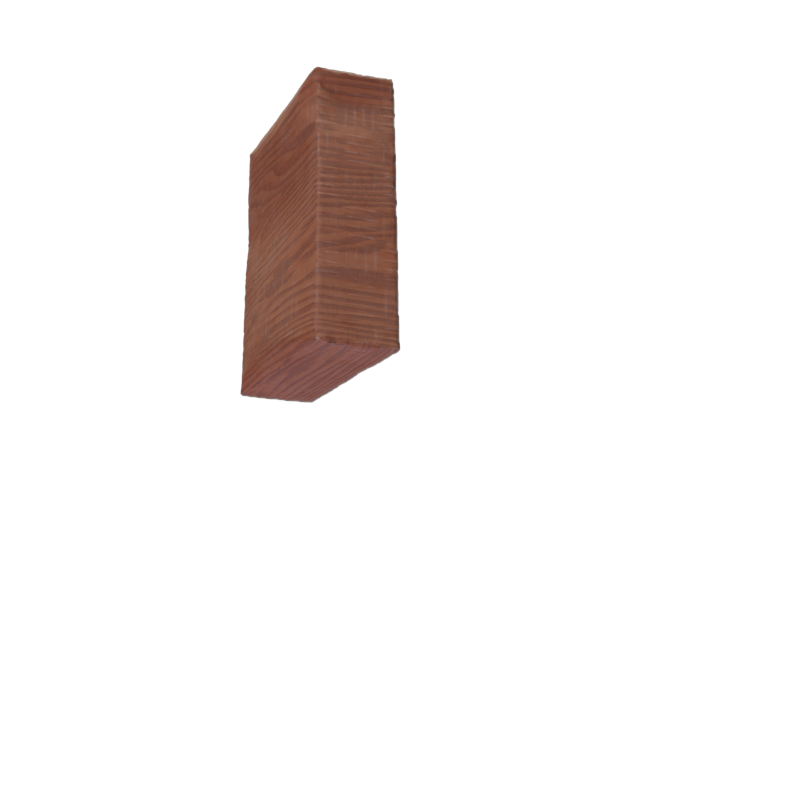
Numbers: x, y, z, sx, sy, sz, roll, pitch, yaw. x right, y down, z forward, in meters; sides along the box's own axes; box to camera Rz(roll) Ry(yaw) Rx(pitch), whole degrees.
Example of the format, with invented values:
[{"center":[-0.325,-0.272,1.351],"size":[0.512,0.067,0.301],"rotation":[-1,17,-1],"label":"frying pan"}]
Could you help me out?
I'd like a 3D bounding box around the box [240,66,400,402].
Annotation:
[{"center":[-0.066,-0.121,0.846],"size":[0.069,0.224,0.162],"rotation":[8,-20,-24],"label":"box"}]
